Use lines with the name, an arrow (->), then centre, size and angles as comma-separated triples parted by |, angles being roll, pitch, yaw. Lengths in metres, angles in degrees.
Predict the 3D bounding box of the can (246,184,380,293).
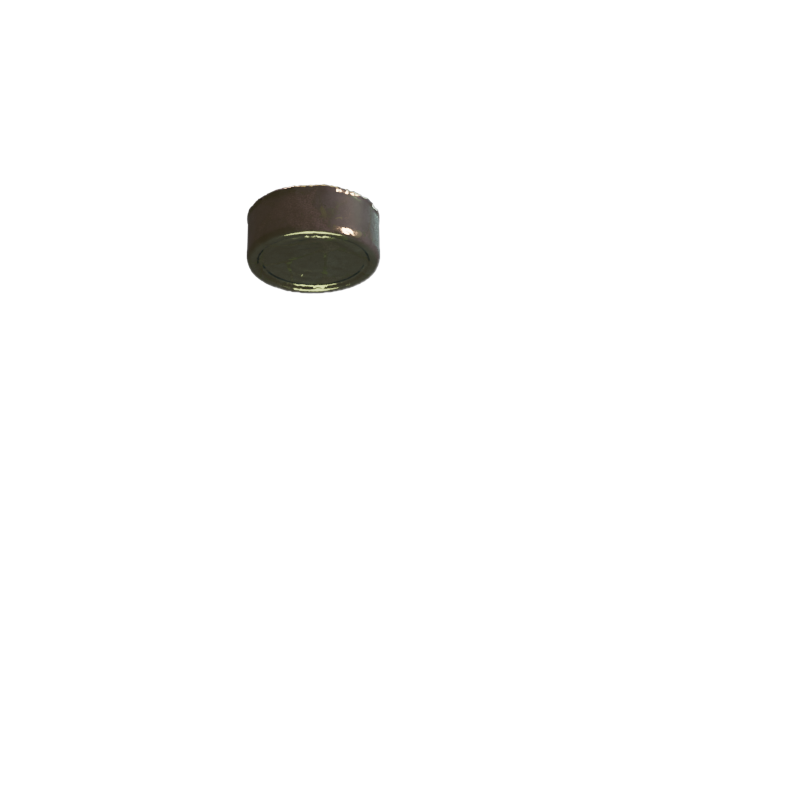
can -> -0.055, -0.101, 0.706 | 0.086, 0.036, 0.081 | 1, -24, -2
